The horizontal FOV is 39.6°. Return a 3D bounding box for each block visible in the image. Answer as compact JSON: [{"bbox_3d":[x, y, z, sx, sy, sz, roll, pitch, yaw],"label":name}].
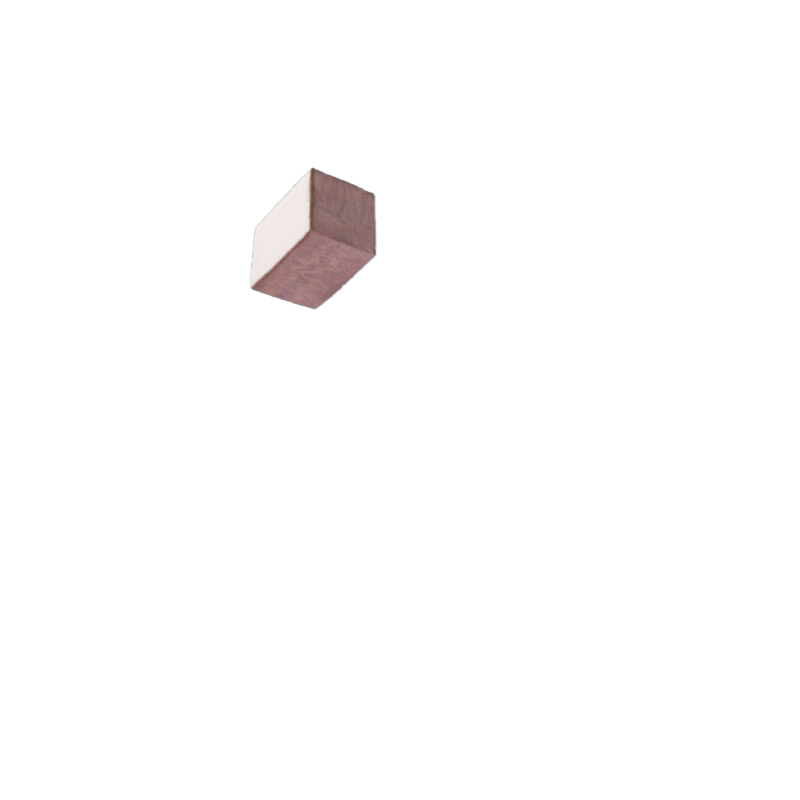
[{"bbox_3d":[-0.058,-0.105,0.735,0.050,0.055,0.077,20,-38,-30],"label":"block"}]
